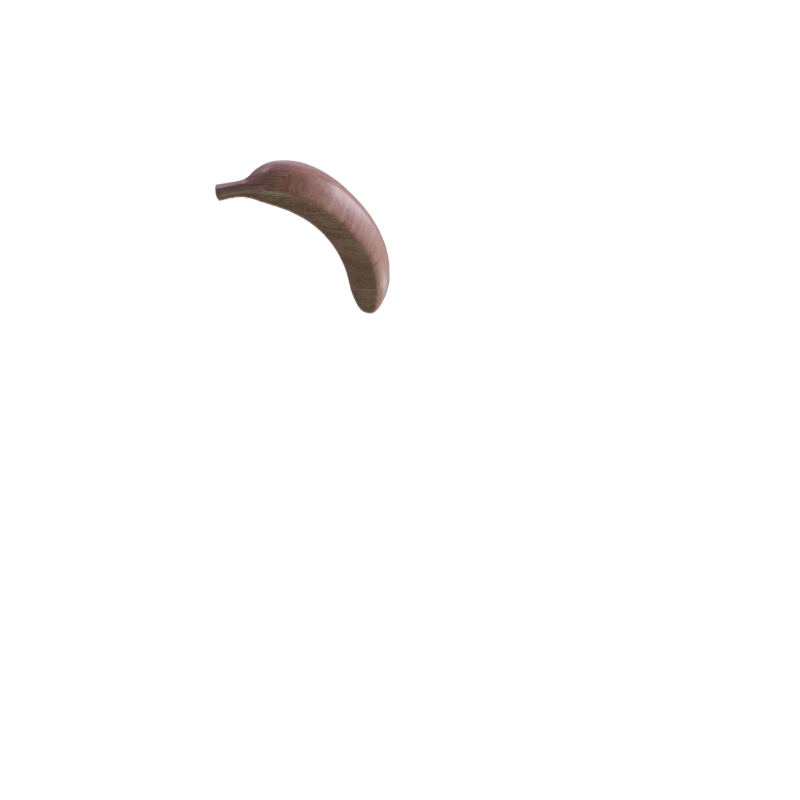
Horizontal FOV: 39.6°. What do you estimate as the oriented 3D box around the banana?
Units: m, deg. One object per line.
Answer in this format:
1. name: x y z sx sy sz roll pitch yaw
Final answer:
1. banana: -0.055 -0.132 0.857 0.070 0.039 0.184 -24 -41 29
